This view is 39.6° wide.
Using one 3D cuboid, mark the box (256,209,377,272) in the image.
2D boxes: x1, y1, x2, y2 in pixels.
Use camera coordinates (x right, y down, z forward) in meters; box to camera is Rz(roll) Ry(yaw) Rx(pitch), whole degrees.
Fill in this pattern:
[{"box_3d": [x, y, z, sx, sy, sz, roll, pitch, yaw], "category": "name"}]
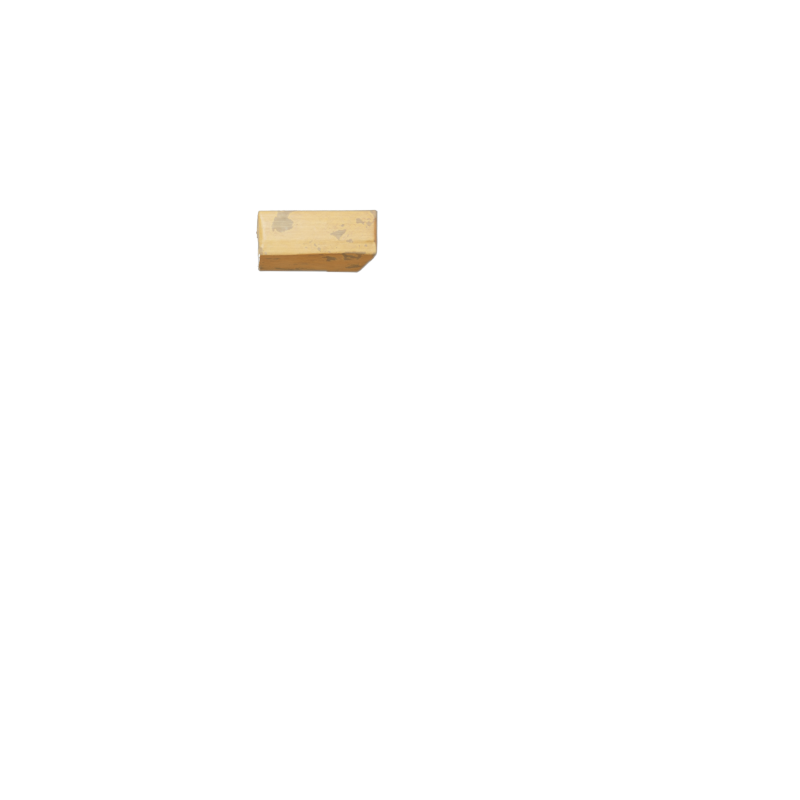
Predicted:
[{"box_3d": [-0.068, -0.125, 0.873, 0.089, 0.039, 0.113, 0, -2, -7], "category": "box"}]
